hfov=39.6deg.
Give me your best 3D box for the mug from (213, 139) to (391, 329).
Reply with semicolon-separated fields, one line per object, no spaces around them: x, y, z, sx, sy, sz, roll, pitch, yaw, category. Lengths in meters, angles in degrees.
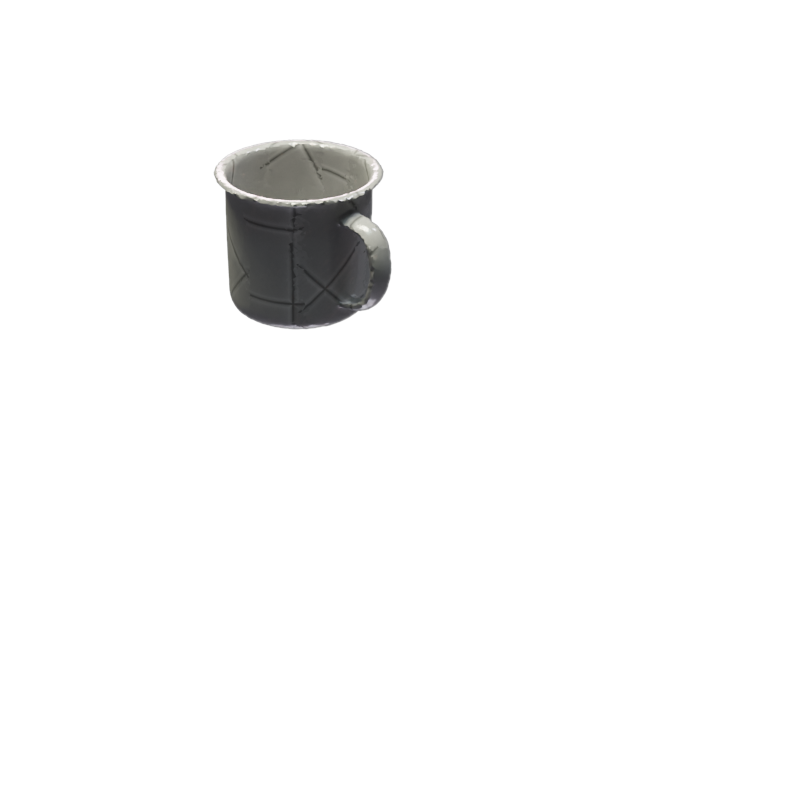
-0.049;-0.089;0.621;0.093;0.077;0.125;-26;40;-38;mug
